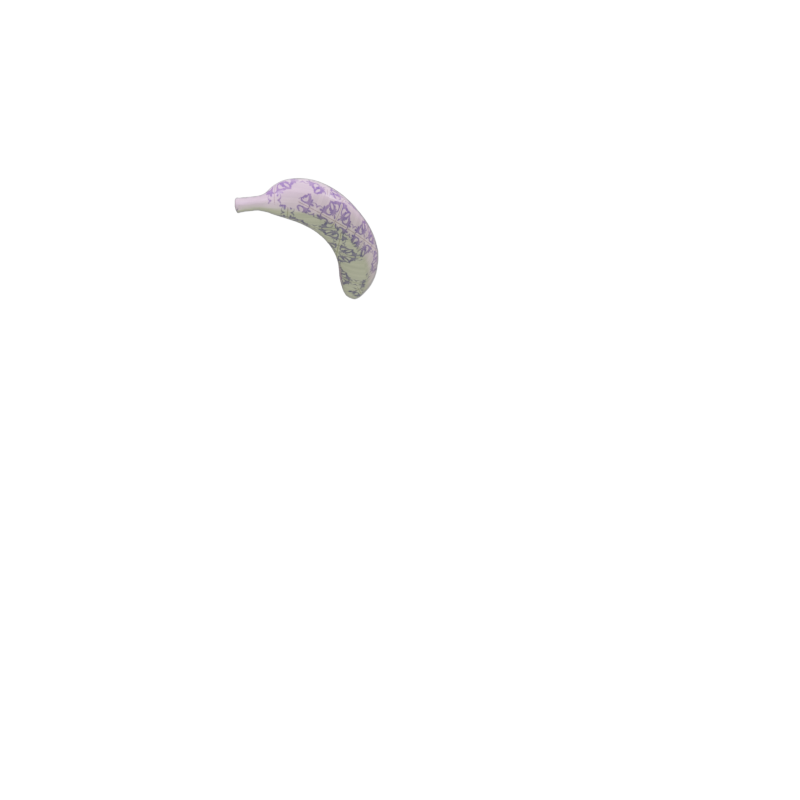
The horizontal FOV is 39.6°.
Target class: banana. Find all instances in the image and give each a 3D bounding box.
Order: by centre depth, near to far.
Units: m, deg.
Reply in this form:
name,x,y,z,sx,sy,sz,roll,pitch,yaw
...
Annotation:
name,x,y,z,sx,sy,sz,roll,pitch,yaw
banana,-0.060,-0.140,0.939,0.071,0.039,0.184,-13,-27,26
